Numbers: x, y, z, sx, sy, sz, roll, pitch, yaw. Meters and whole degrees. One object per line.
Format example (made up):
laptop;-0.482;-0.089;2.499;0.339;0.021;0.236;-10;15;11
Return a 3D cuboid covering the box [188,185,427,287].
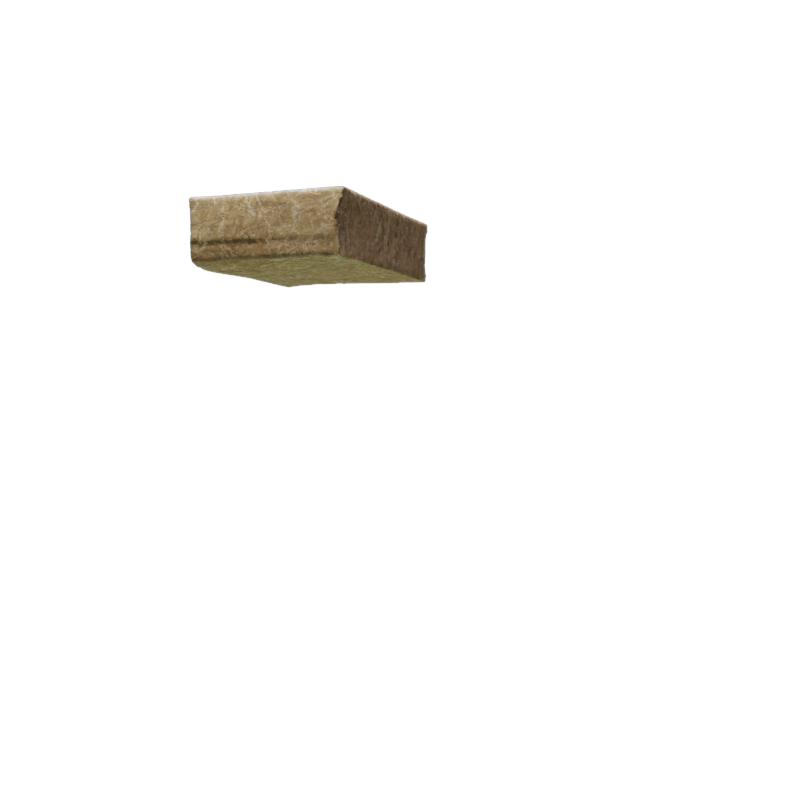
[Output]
box;-0.047;-0.085;0.594;0.092;0.039;0.109;-1;-1;25
